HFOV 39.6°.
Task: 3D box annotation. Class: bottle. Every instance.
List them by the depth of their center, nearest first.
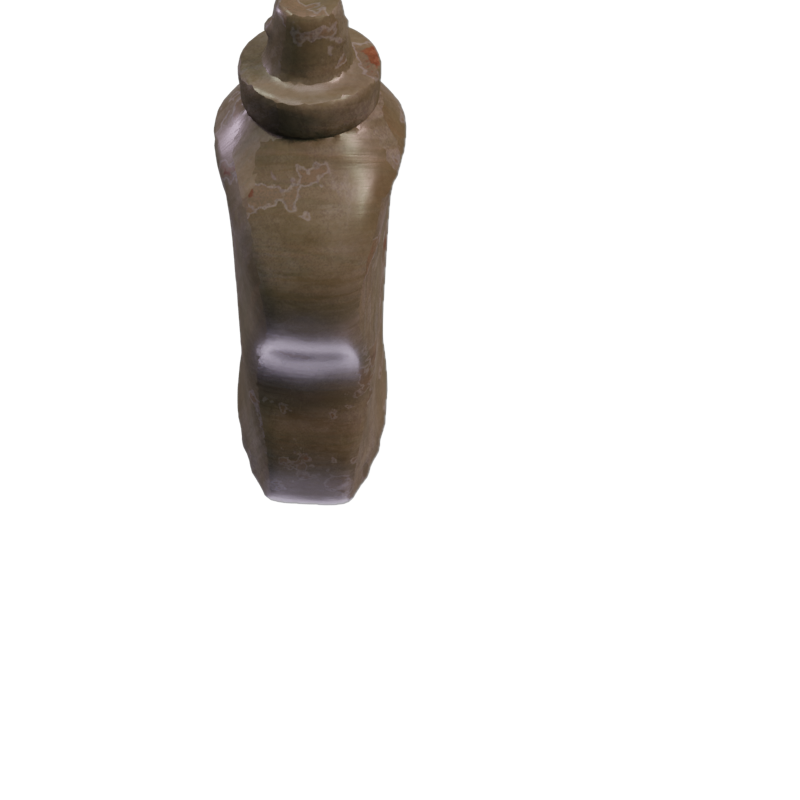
[{"bbox_3d":[-0.029,-0.053,0.368,0.058,0.103,0.179,3,-39,-1],"label":"bottle"}]
